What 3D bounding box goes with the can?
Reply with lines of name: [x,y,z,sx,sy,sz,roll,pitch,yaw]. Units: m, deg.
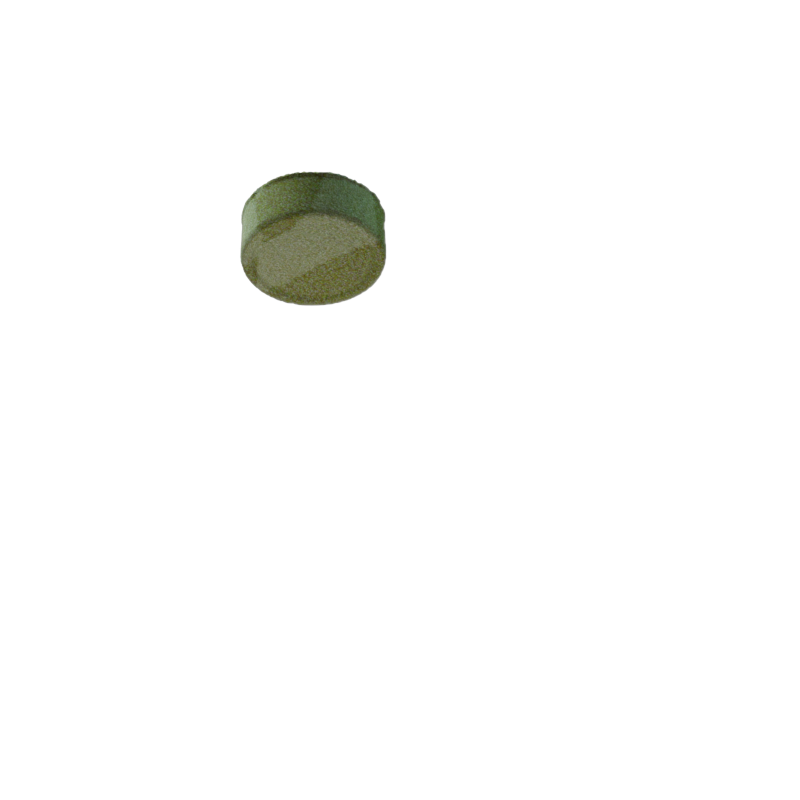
can: [-0.051,-0.093,0.649,0.086,0.036,0.080,1,-36,-2]
